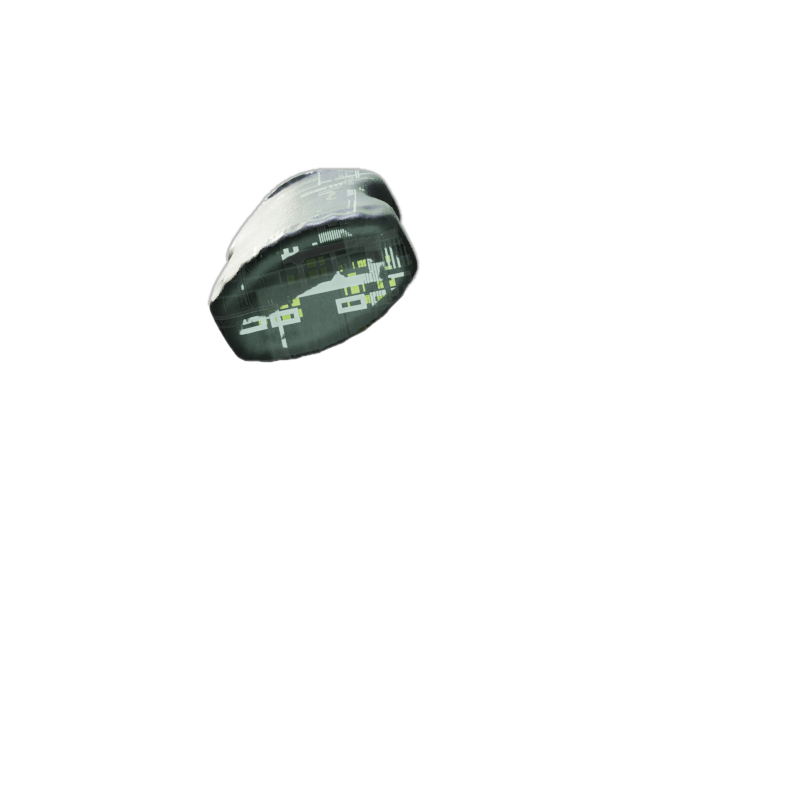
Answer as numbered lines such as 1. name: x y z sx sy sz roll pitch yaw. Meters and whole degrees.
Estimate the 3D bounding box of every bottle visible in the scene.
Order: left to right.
1. bottle: -0.046 -0.083 0.586 0.096 0.056 0.200 -28 20 7
